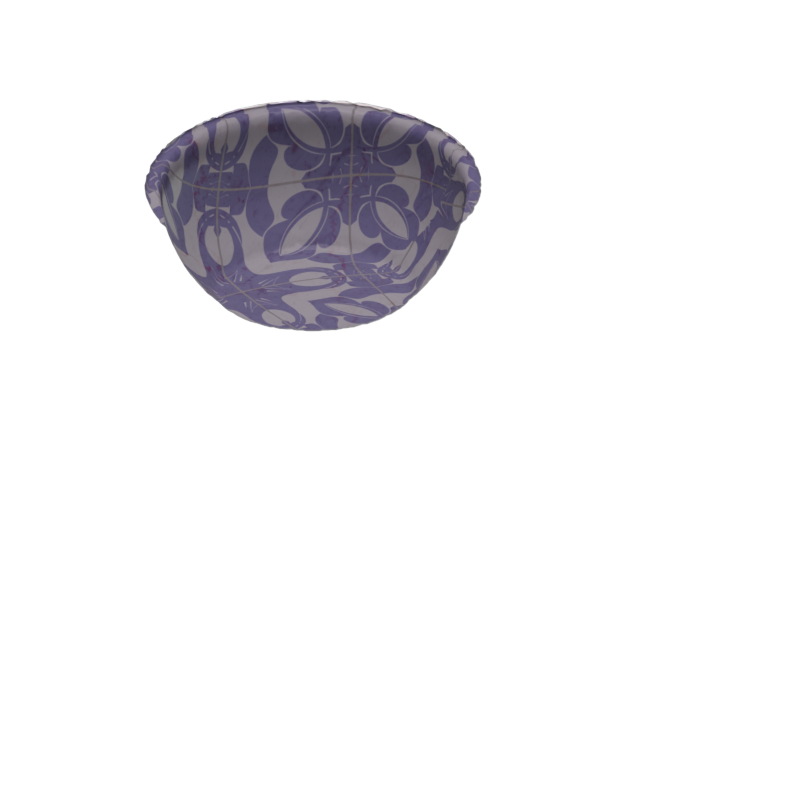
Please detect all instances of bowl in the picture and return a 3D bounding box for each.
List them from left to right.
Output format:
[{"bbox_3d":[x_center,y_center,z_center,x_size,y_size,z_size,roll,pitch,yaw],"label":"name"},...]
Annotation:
[{"bbox_3d":[-0.041,-0.075,0.525,0.162,0.058,0.154,1,-21,-2],"label":"bowl"}]
